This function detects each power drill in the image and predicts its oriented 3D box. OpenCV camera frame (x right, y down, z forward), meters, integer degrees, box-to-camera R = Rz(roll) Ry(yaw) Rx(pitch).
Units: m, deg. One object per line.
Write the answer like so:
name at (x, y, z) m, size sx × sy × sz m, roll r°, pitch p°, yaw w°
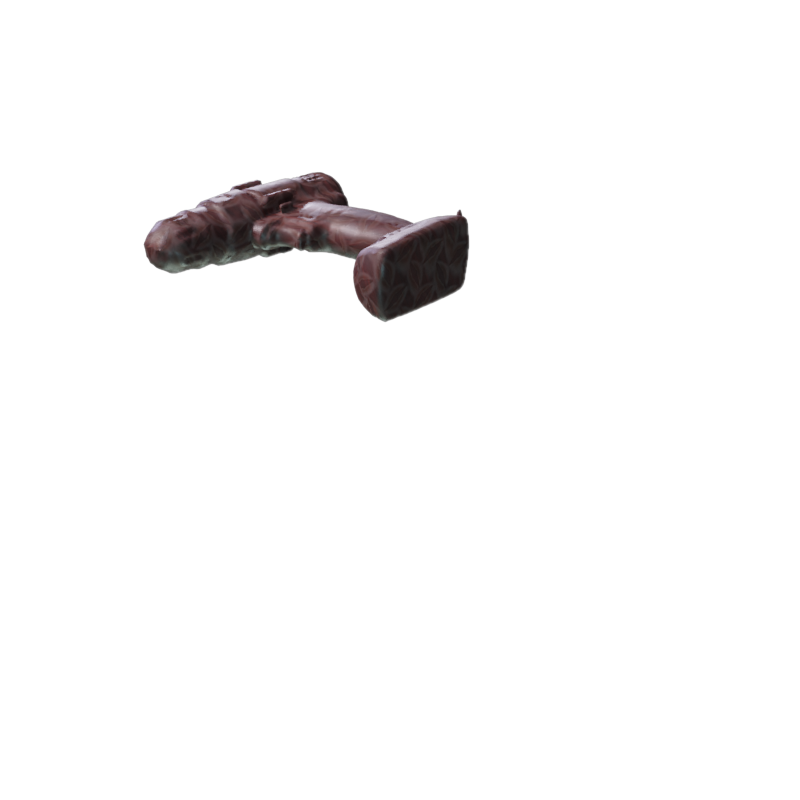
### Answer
power drill at (-0.061, -0.112, 0.785) m, size 0.199 × 0.054 × 0.183 m, roll 23°, pitch 35°, yaw 36°
